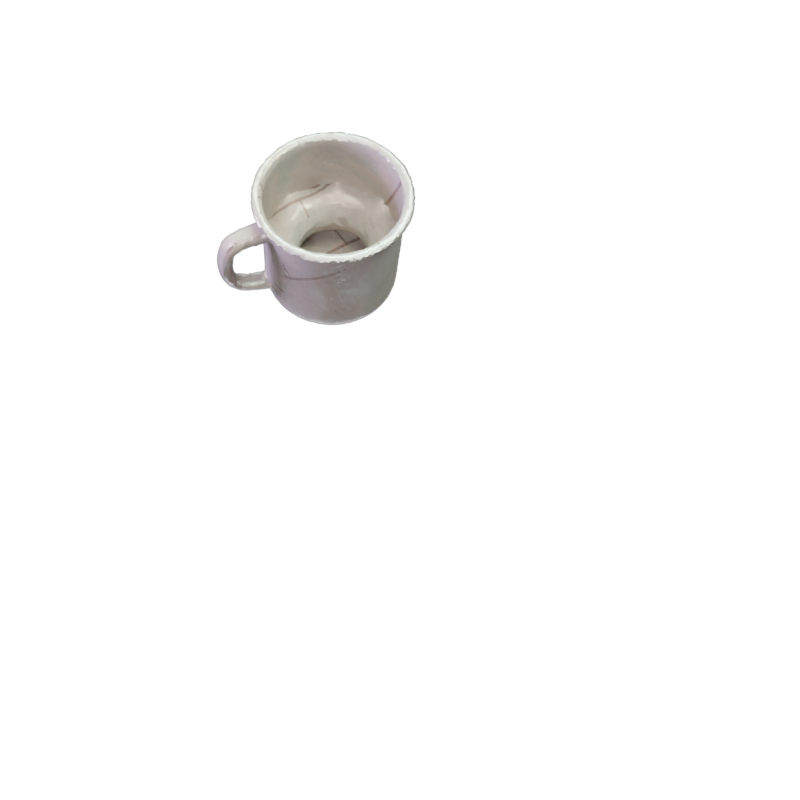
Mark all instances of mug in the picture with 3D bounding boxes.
[{"bbox_3d":[-0.051,-0.093,0.654,0.116,0.100,0.076,-21,-29,-14],"label":"mug"}]
